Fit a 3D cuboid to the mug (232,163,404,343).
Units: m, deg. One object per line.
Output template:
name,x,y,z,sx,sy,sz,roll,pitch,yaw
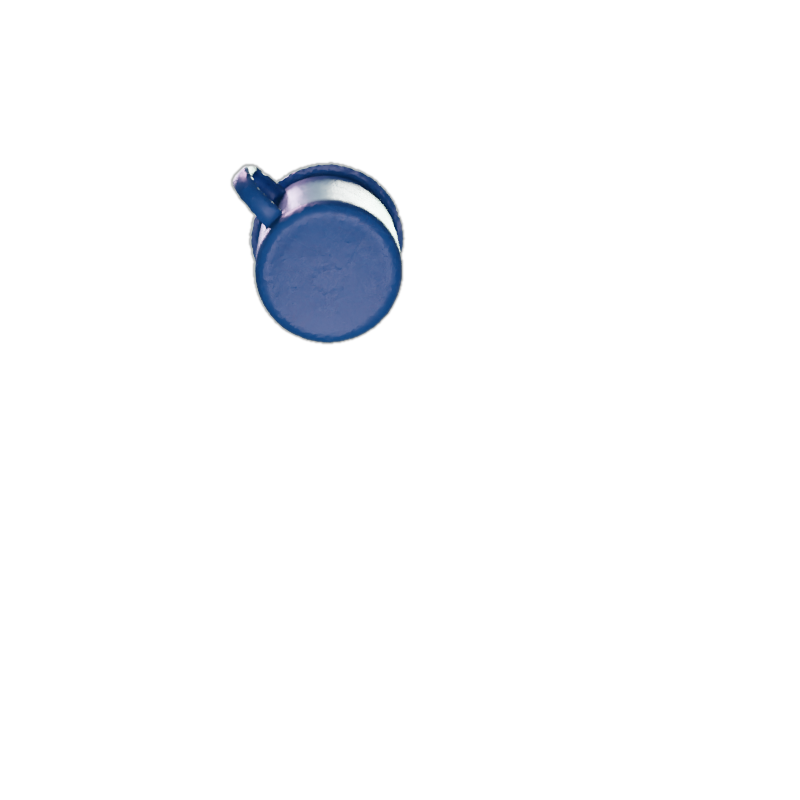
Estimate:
mug,-0.050,-0.091,0.636,0.092,0.114,0.085,-42,14,11
